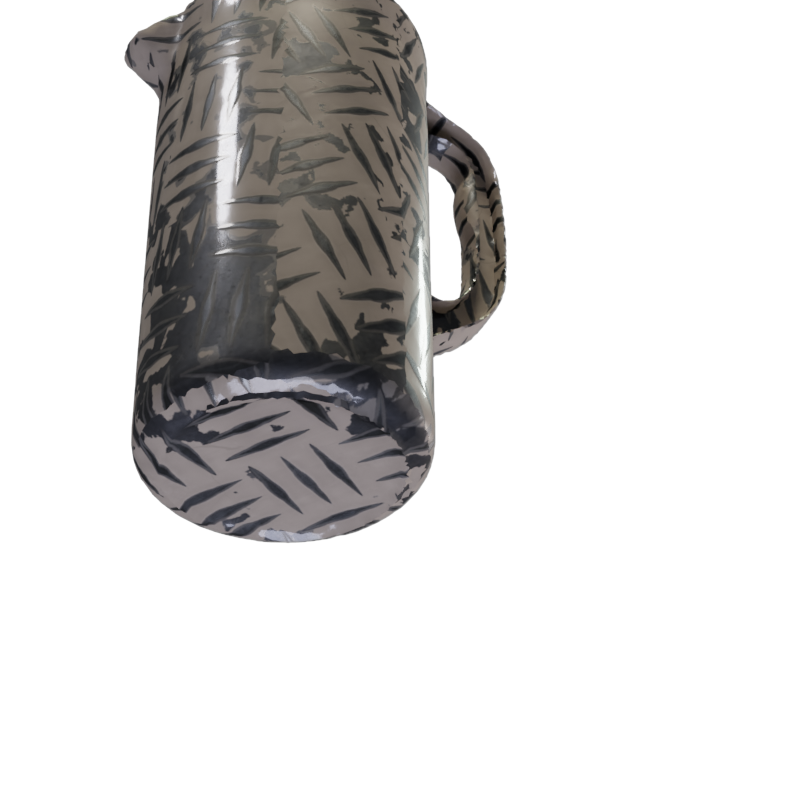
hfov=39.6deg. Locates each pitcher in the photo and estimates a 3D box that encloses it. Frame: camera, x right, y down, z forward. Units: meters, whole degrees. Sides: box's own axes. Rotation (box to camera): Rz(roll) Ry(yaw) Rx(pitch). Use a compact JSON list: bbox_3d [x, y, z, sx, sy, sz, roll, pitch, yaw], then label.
[{"bbox_3d":[-0.037,-0.068,0.475,0.150,0.261,0.134,-15,-43,13],"label":"pitcher"}]
